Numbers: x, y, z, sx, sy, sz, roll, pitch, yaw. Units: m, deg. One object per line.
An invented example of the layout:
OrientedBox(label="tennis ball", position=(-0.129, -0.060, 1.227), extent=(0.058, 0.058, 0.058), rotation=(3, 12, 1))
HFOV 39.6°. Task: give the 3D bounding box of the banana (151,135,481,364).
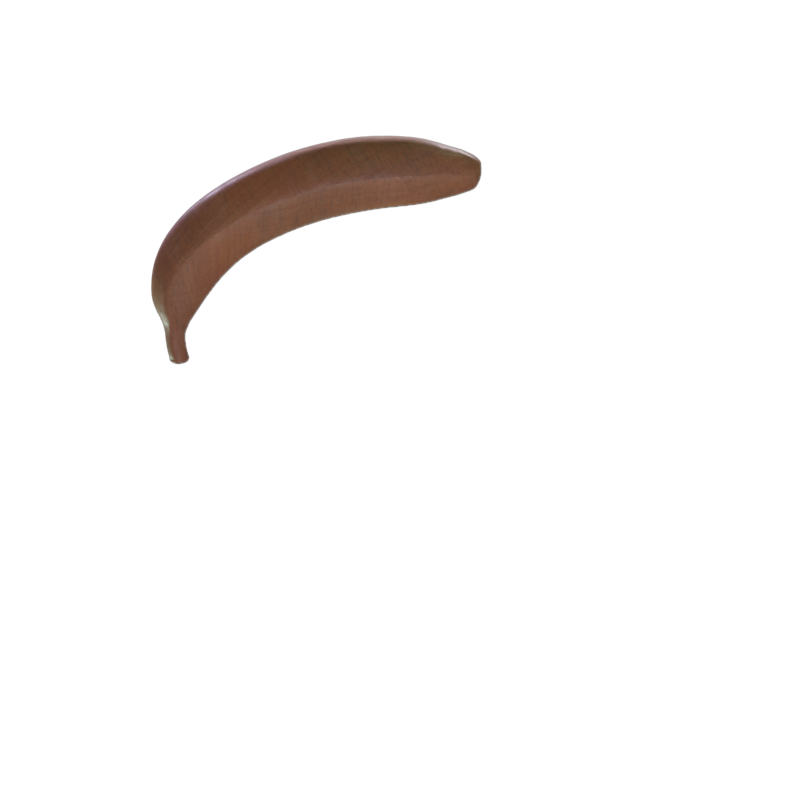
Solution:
OrientedBox(label="banana", position=(-0.058, -0.091, 0.562), extent=(0.197, 0.065, 0.039), rotation=(-28, 34, 20))
